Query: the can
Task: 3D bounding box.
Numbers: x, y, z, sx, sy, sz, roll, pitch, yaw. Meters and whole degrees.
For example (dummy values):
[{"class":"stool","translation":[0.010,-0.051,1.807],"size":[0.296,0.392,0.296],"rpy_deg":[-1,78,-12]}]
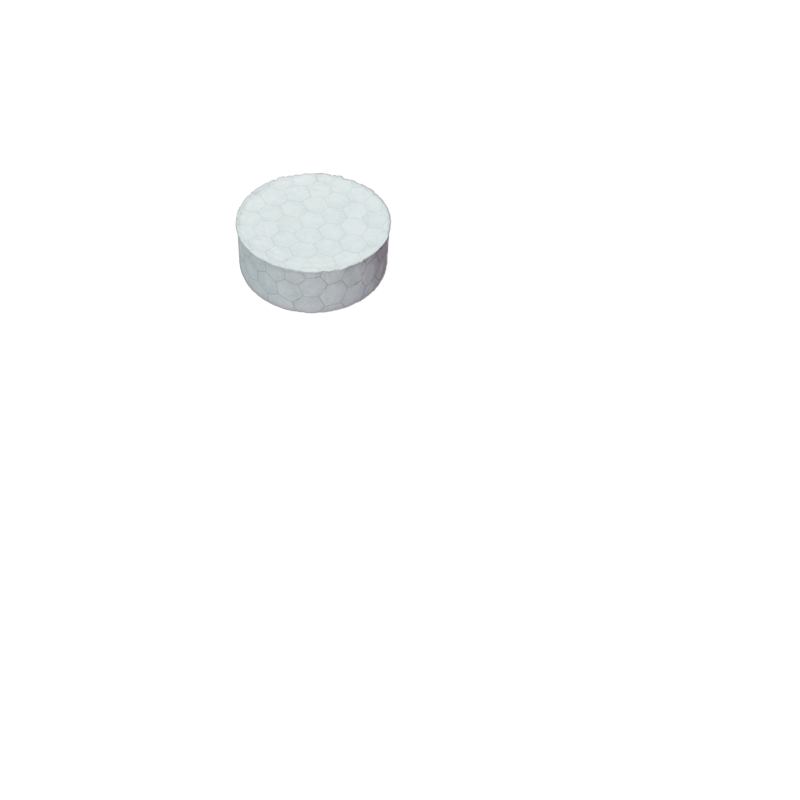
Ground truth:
[{"class":"can","translation":[-0.049,-0.089,0.622],"size":[0.086,0.031,0.092],"rpy_deg":[-1,45,-1]}]
